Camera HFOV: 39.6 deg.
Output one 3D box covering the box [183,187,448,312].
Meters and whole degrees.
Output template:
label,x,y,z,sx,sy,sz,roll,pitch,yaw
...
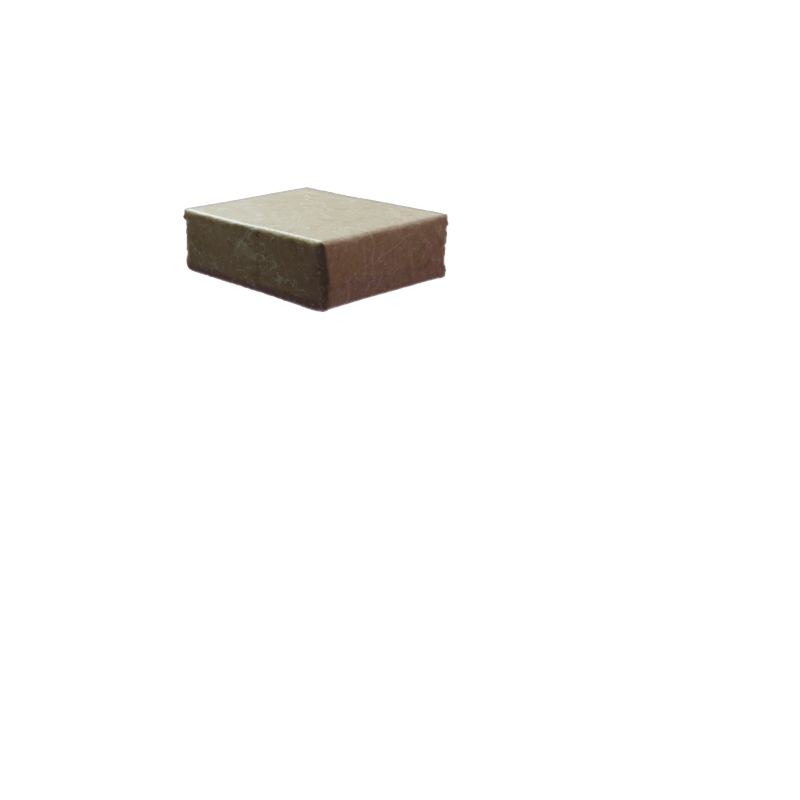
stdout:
label,x,y,z,sx,sy,sz,roll,pitch,yaw
box,-0.046,-0.083,0.584,0.088,0.037,0.120,-20,29,-40
